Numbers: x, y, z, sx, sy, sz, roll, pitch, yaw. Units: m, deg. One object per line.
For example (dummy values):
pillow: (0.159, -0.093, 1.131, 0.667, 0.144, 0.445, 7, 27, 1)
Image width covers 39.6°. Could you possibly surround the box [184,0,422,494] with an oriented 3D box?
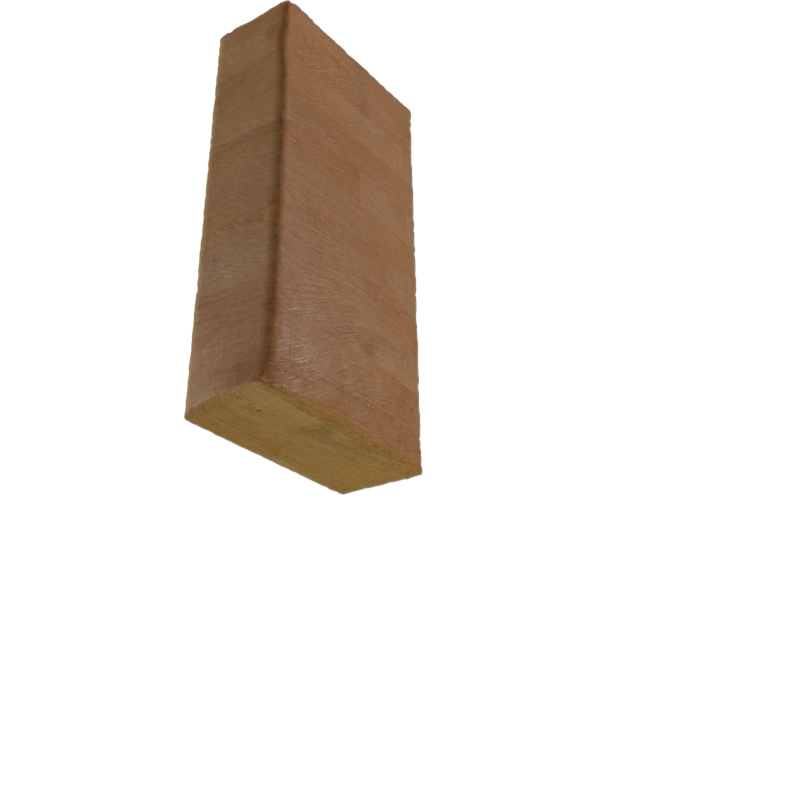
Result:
box: (-0.035, -0.063, 0.442, 0.048, 0.188, 0.087, -23, -38, 29)
